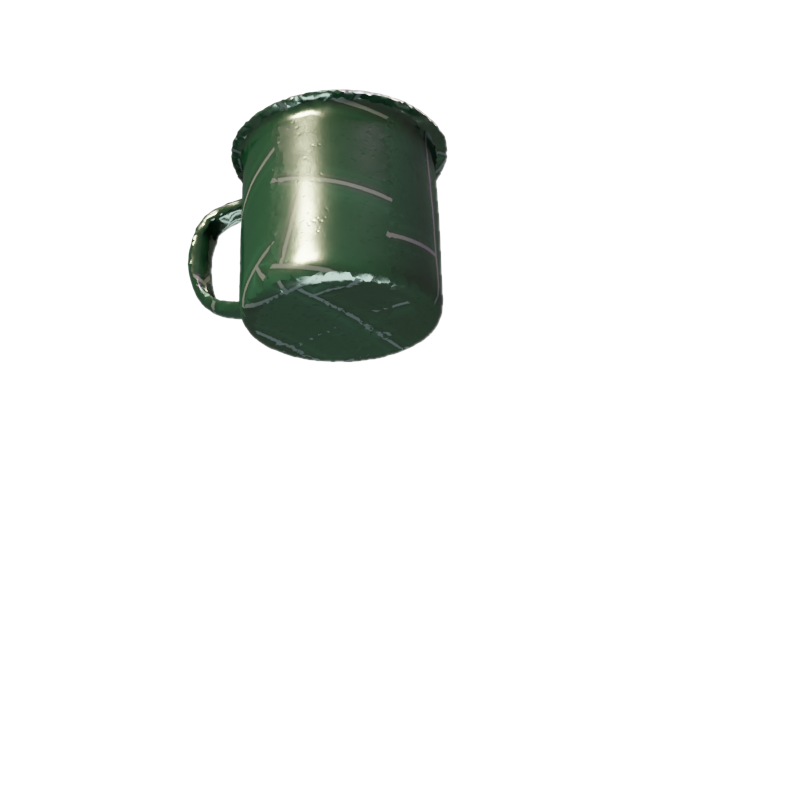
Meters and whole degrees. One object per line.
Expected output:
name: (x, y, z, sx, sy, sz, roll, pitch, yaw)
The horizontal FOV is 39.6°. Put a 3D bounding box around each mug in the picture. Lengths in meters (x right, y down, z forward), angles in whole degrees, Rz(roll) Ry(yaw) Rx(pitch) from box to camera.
mug: (-0.036, -0.066, 0.462, 0.119, 0.086, 0.086, -10, -28, 18)
